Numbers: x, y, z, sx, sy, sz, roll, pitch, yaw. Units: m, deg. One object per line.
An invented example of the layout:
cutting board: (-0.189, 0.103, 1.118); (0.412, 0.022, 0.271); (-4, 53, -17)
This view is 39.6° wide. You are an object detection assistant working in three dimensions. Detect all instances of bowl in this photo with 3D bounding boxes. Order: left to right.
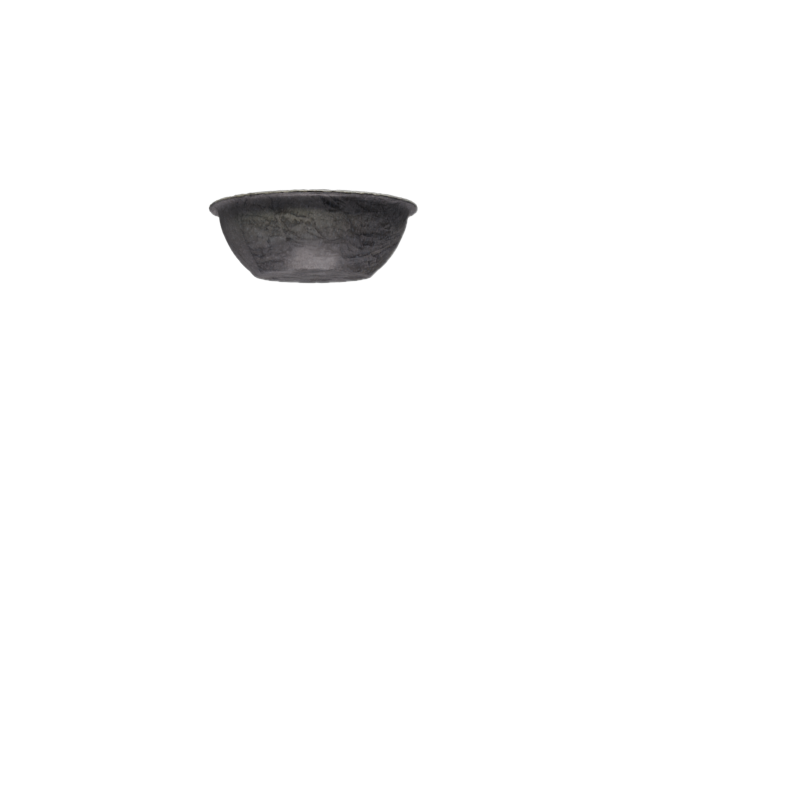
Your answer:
bowl: (-0.067, -0.122, 0.854); (0.162, 0.056, 0.161); (0, -1, -2)
